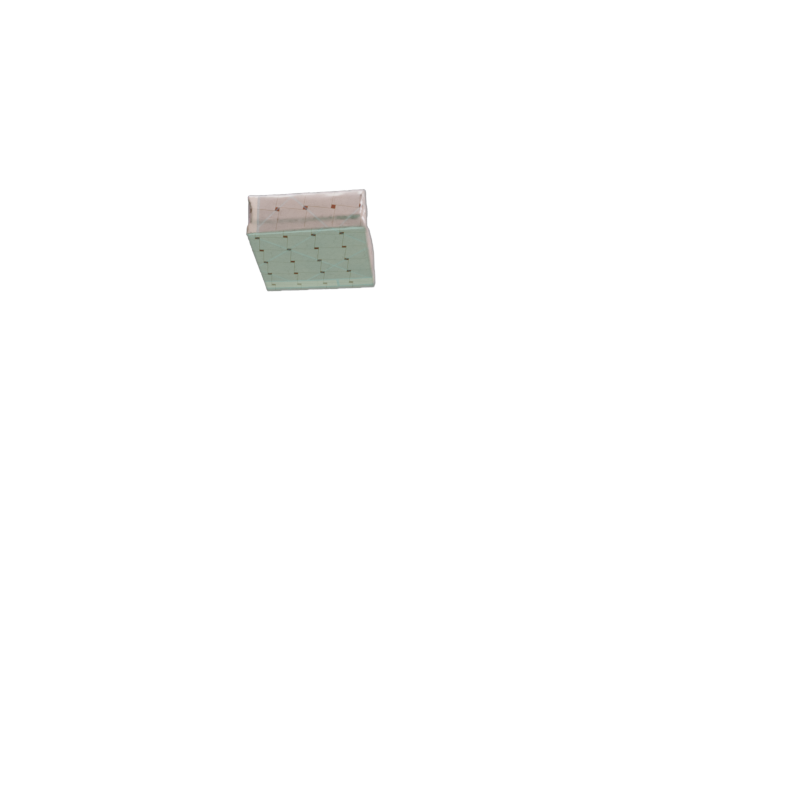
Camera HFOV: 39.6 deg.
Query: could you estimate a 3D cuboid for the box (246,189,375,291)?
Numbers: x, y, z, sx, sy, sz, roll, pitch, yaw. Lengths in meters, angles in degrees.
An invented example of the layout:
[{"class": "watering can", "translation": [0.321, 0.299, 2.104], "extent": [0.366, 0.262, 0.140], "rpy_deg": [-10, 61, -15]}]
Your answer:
[{"class": "box", "translation": [-0.055, -0.100, 0.703], "extent": [0.073, 0.032, 0.084], "rpy_deg": [-2, -21, 4]}]
